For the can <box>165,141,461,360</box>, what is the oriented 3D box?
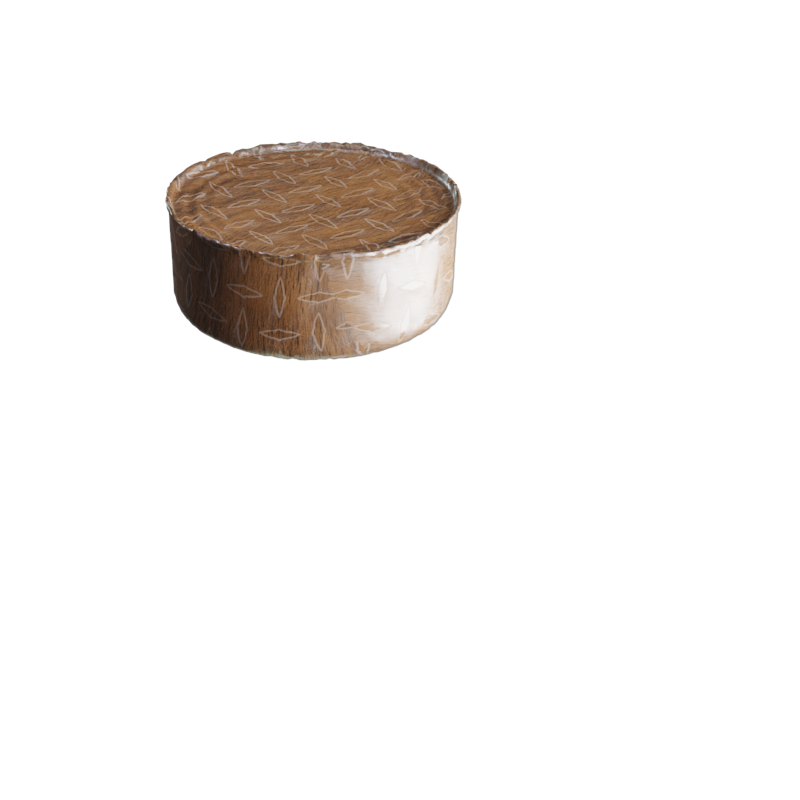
[{"bbox_3d":[-0.026,-0.047,0.330,0.086,0.032,0.091,-1,31,-2],"label":"can"}]
